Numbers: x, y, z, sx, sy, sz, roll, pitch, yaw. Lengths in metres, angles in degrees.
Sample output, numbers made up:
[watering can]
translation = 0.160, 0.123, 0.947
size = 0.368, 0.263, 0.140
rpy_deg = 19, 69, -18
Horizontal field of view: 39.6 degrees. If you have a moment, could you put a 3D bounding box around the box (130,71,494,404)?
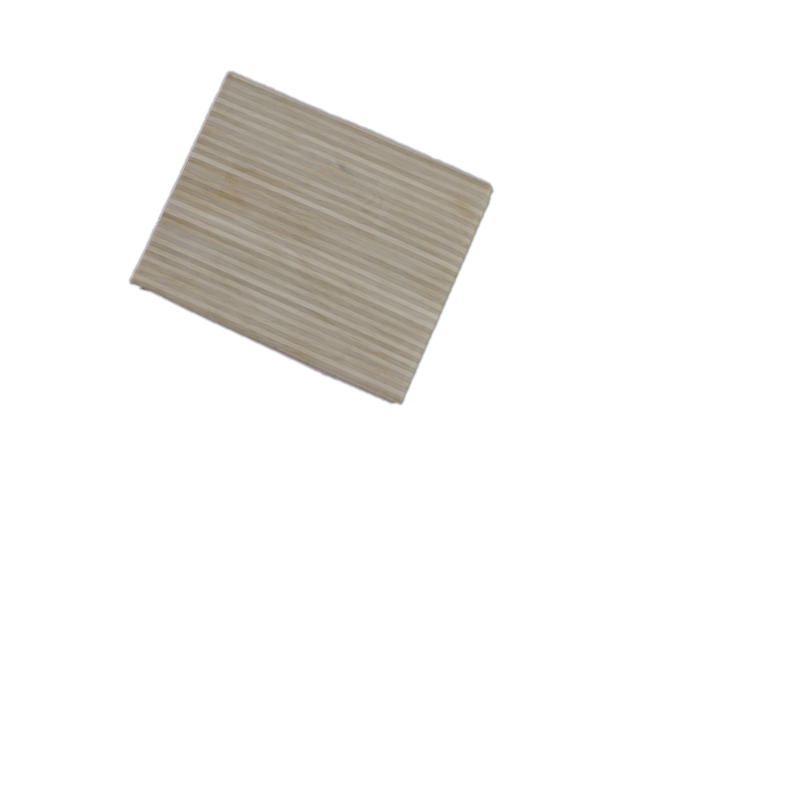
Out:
[box]
translation = -0.033, -0.061, 0.427
size = 0.114, 0.091, 0.038
rpy_deg = 23, -8, 3
